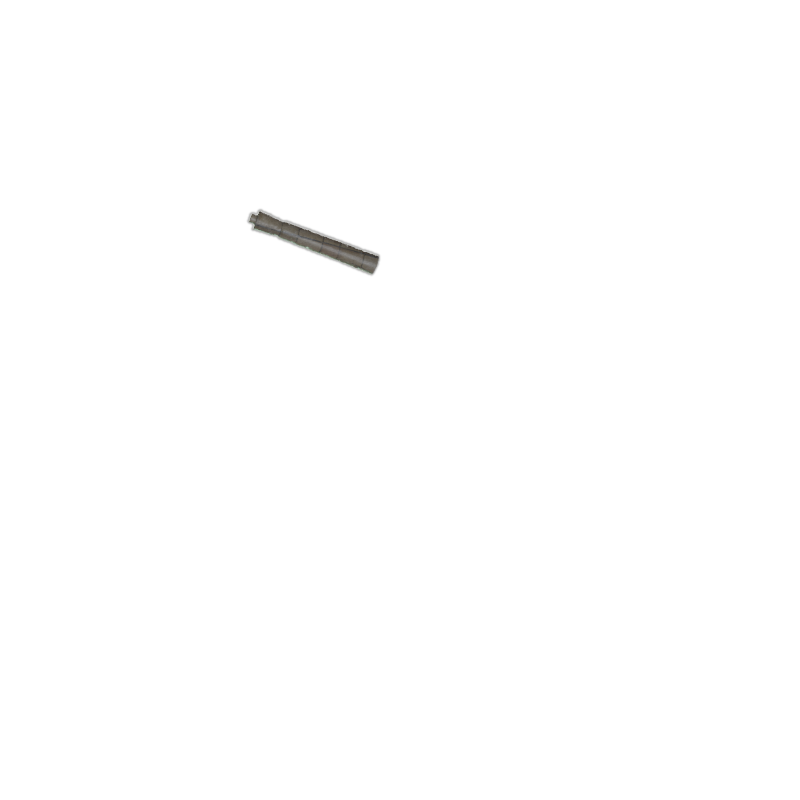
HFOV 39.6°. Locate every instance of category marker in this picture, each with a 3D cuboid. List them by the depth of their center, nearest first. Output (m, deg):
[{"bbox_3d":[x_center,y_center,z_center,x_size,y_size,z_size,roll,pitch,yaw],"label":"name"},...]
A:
[{"bbox_3d":[-0.077,-0.141,0.988,0.120,0.020,0.020,20,1,-5],"label":"marker"}]
